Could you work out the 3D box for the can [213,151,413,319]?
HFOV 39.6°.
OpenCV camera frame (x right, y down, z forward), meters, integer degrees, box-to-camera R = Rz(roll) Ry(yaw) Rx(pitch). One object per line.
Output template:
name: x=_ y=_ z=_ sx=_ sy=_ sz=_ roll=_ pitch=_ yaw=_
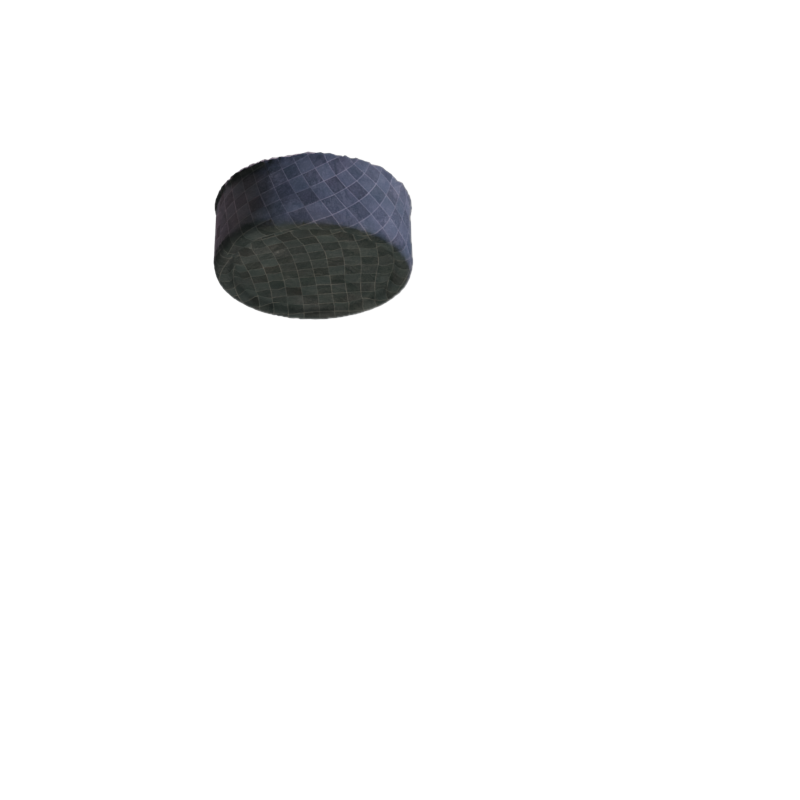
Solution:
can: x=-0.037 y=-0.068 z=0.475 sx=0.086 sy=0.036 sz=0.081 roll=1 pitch=-26 yaw=-2
